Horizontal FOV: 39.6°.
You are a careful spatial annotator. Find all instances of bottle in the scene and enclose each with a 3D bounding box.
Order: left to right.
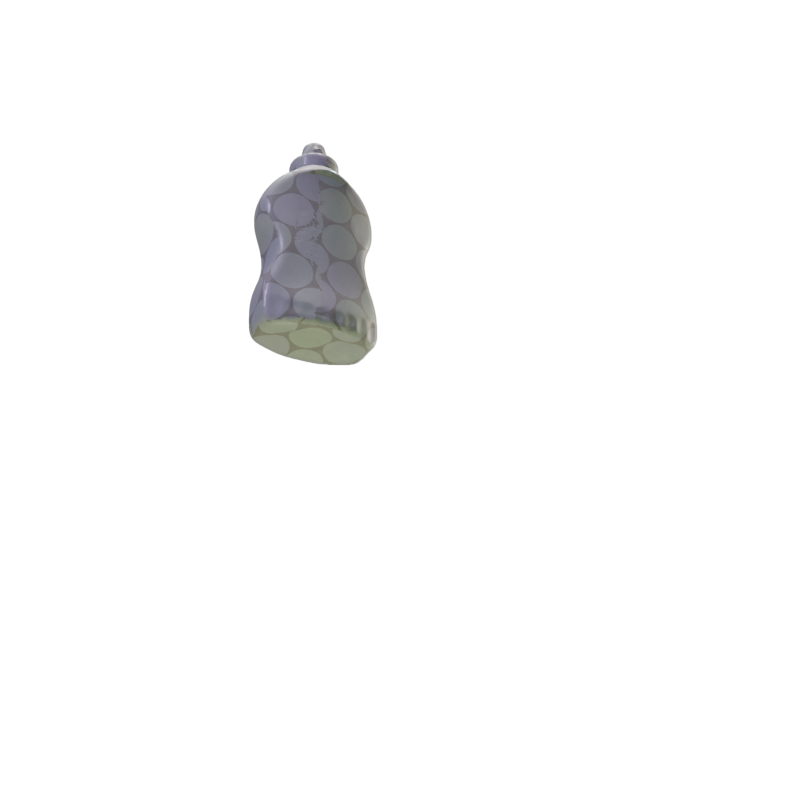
[{"bbox_3d":[-0.069,-0.126,0.878,0.093,0.205,0.056,12,-36,-21],"label":"bottle"}]
